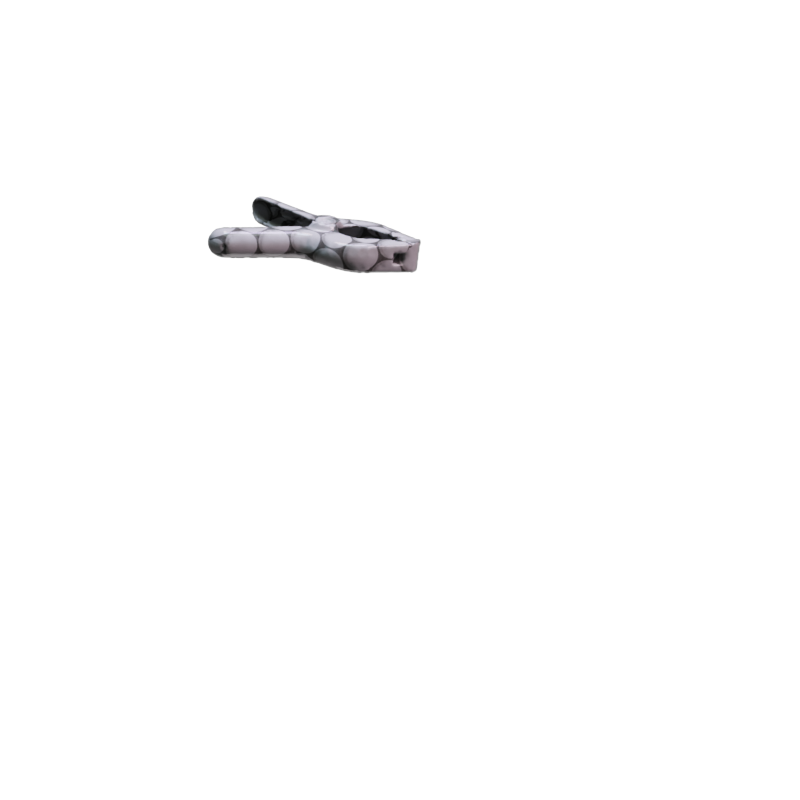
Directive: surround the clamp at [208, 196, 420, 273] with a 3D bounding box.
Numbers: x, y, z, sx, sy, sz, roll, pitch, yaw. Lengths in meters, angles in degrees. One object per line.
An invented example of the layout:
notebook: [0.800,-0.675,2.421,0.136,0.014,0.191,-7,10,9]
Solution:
clamp: [-0.073,-0.133,0.929,0.178,0.037,0.123,13,32,21]
